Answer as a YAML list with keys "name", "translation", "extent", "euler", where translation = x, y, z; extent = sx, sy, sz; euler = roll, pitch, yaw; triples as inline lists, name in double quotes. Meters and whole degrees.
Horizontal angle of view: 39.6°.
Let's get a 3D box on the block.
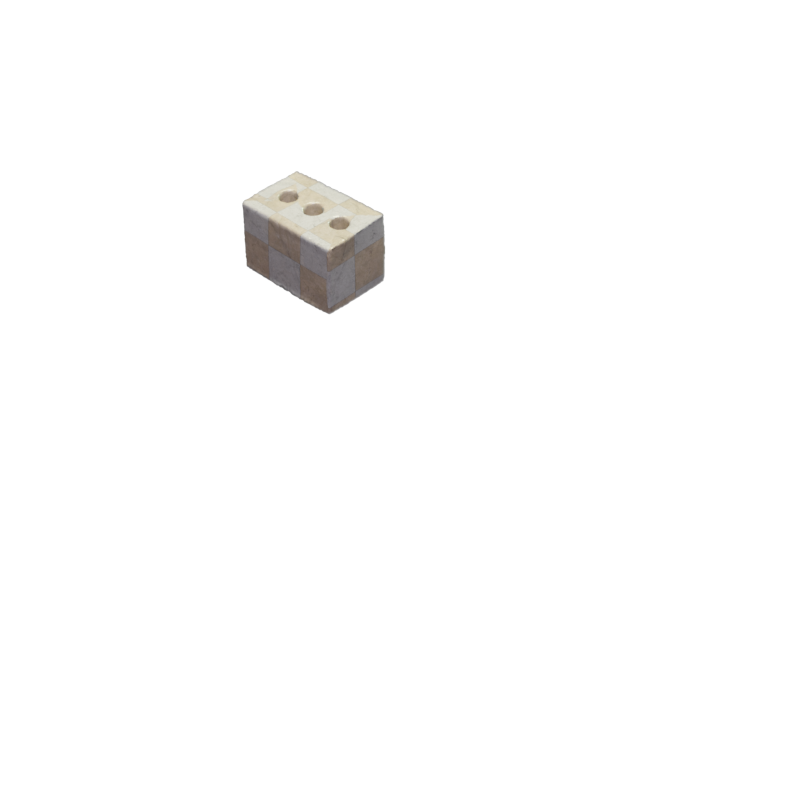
- name: "block"
  translation: [-0.055, -0.100, 0.703]
  extent: [0.083, 0.048, 0.053]
  euler: [30, 47, 31]
